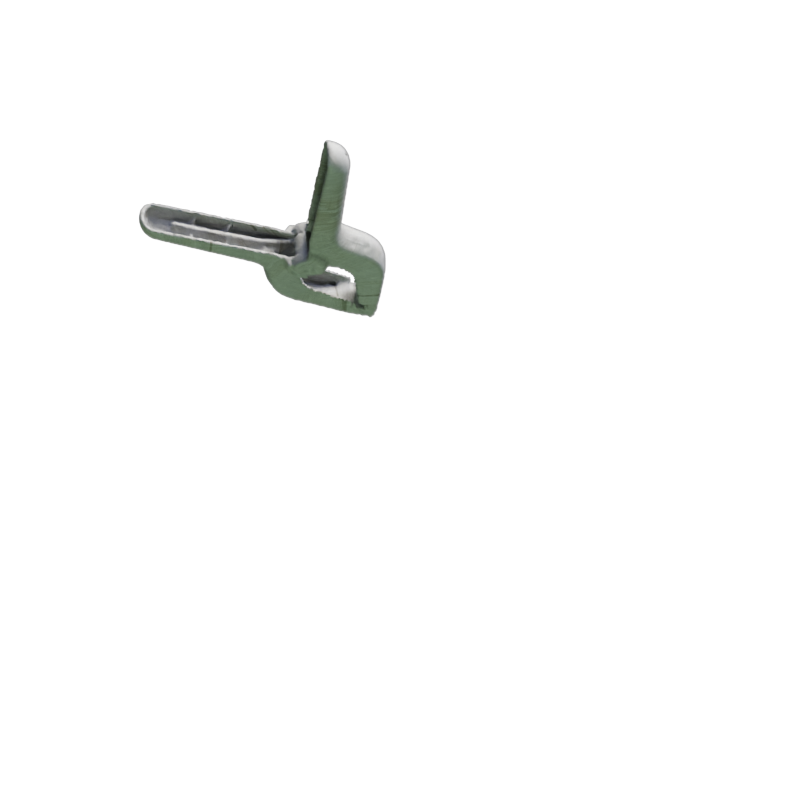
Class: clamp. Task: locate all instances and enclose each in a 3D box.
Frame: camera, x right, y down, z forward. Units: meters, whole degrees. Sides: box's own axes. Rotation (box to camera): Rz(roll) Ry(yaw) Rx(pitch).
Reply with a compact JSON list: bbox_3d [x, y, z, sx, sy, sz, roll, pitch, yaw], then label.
[{"bbox_3d":[-0.064,-0.117,0.817,0.166,0.039,0.195,-16,-29,32],"label":"clamp"}]
